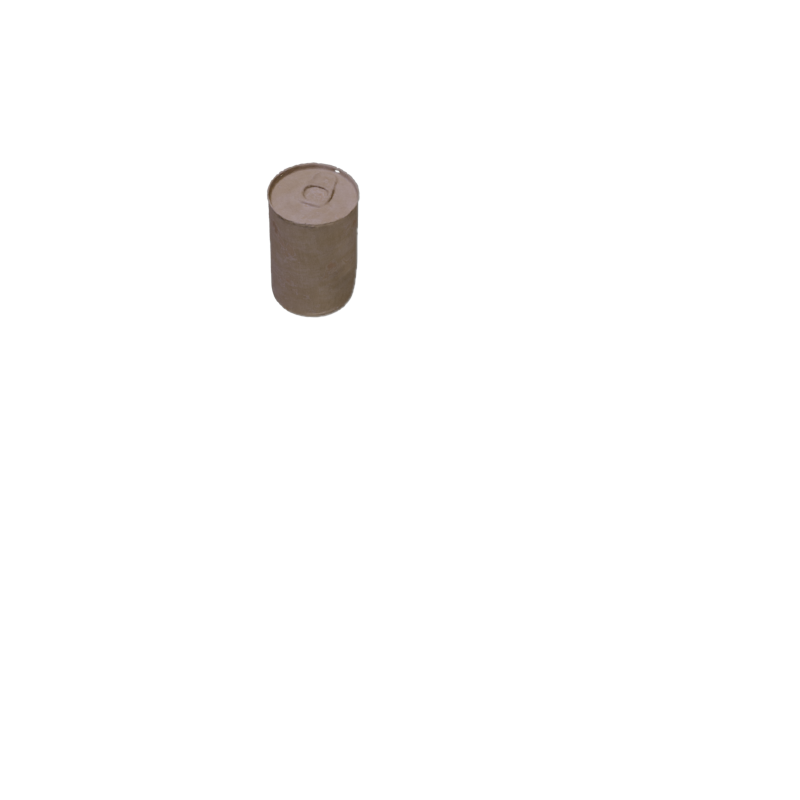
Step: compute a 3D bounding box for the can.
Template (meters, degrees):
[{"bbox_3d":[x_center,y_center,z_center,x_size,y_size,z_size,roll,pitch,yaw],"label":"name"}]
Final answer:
[{"bbox_3d":[-0.066,-0.121,0.845,0.068,0.074,0.095,0,-41,-3],"label":"can"}]
